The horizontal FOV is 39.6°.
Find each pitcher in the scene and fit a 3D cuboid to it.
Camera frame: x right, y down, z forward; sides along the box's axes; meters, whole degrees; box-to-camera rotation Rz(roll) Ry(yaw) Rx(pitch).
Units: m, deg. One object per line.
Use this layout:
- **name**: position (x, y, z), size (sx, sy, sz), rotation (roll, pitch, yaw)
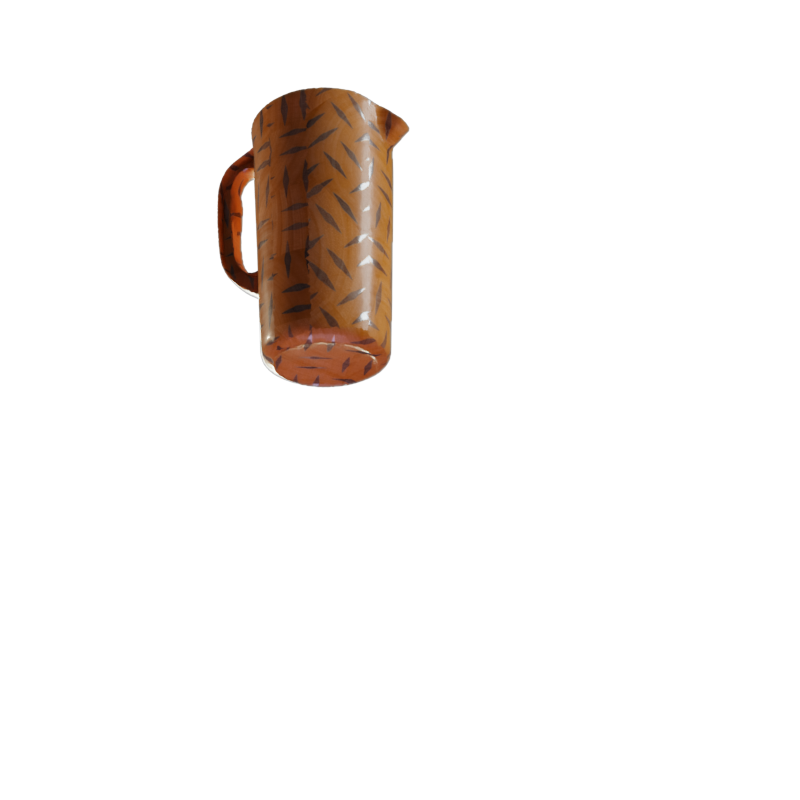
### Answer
- **pitcher**: position (-0.076, -0.139, 0.970), size (0.140, 0.258, 0.145), rotation (9, -30, -20)
